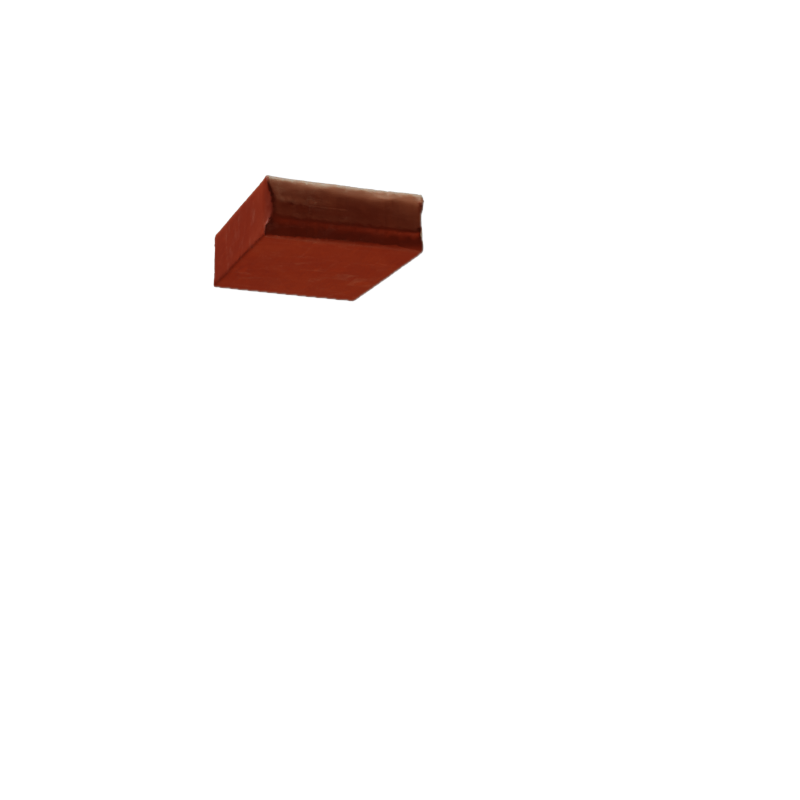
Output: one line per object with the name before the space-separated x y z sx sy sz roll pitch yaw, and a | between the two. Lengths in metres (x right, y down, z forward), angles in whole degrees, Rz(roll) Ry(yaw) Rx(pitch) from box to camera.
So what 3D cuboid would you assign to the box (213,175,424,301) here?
box | -0.039 -0.072 0.505 0.071 0.031 0.089 4 -12 -21
